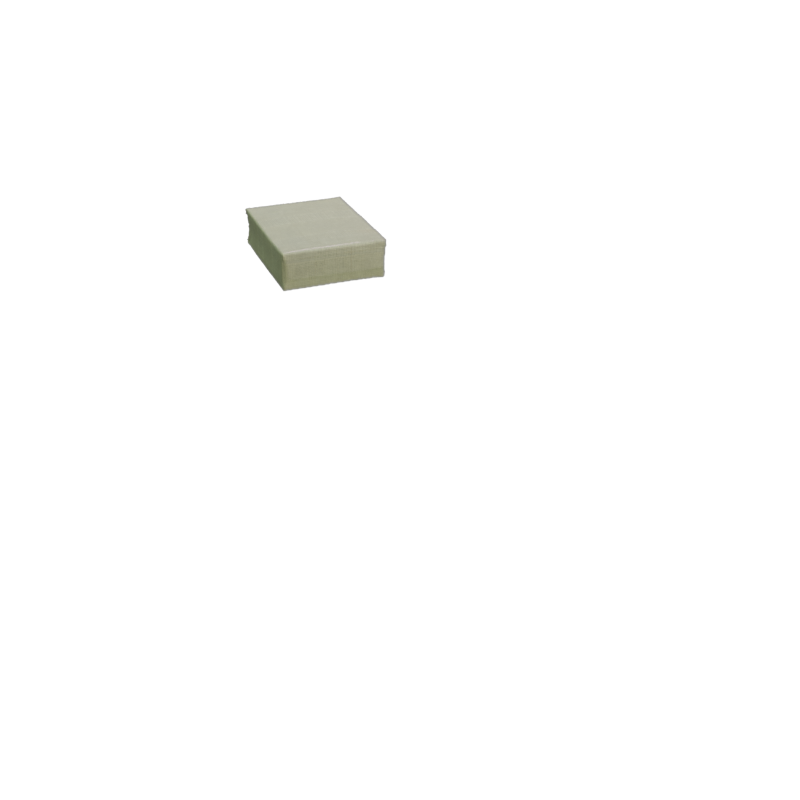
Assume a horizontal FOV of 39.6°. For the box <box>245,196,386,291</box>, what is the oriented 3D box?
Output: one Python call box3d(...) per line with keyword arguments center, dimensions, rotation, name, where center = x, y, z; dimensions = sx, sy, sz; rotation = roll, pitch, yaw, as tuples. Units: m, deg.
box3d(center=(-0.073, -0.134, 0.940), dimensions=(0.088, 0.037, 0.121), rotation=(-10, 28, -19), name="box")
